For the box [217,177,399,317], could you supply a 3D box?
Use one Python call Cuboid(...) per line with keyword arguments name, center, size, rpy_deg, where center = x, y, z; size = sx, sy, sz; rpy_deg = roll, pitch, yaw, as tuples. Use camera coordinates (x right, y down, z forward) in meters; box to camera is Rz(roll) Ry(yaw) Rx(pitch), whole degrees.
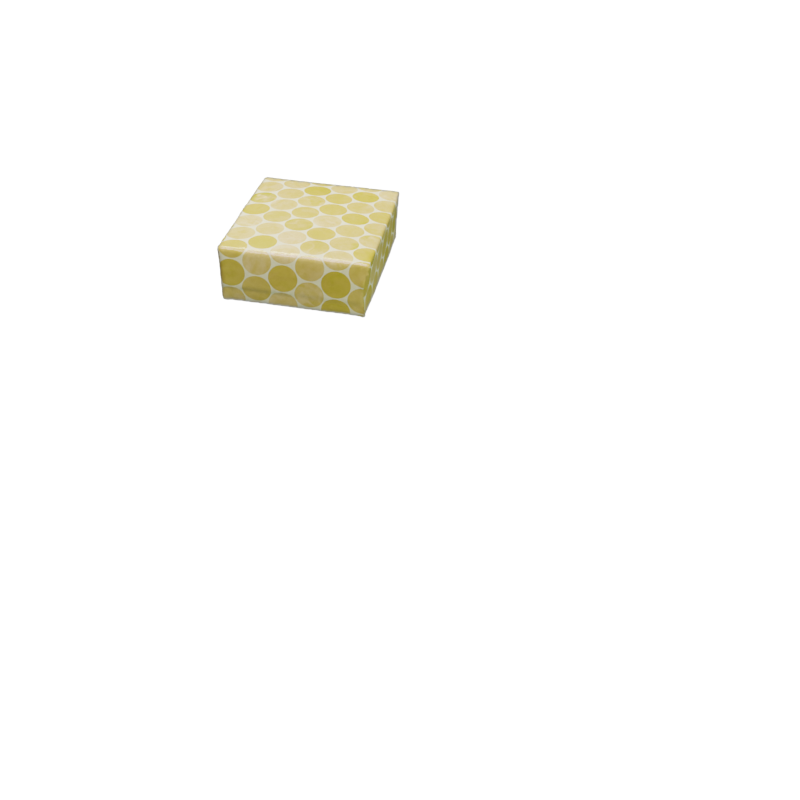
Cuboid(name="box", center=(-0.053, -0.097, 0.679), size=(0.091, 0.037, 0.119), rpy_deg=(6, 34, 8))
